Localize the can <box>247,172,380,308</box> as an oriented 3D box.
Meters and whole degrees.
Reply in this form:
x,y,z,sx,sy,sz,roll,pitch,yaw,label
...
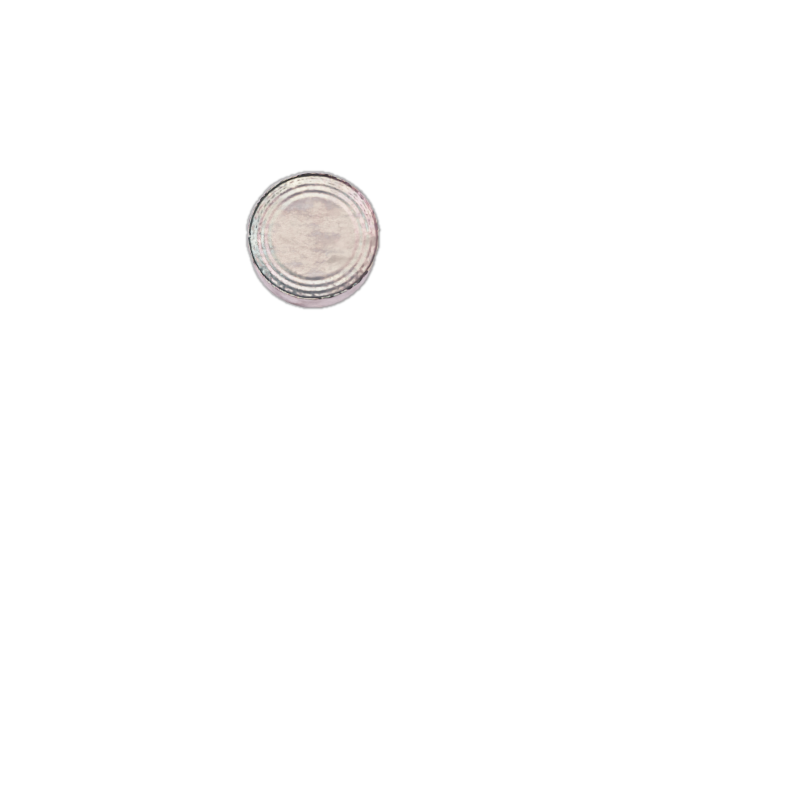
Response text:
x,y,z,sx,sy,sz,roll,pitch,yaw,label
-0.057,-0.104,0.728,0.086,0.089,0.032,0,-15,-1,can
